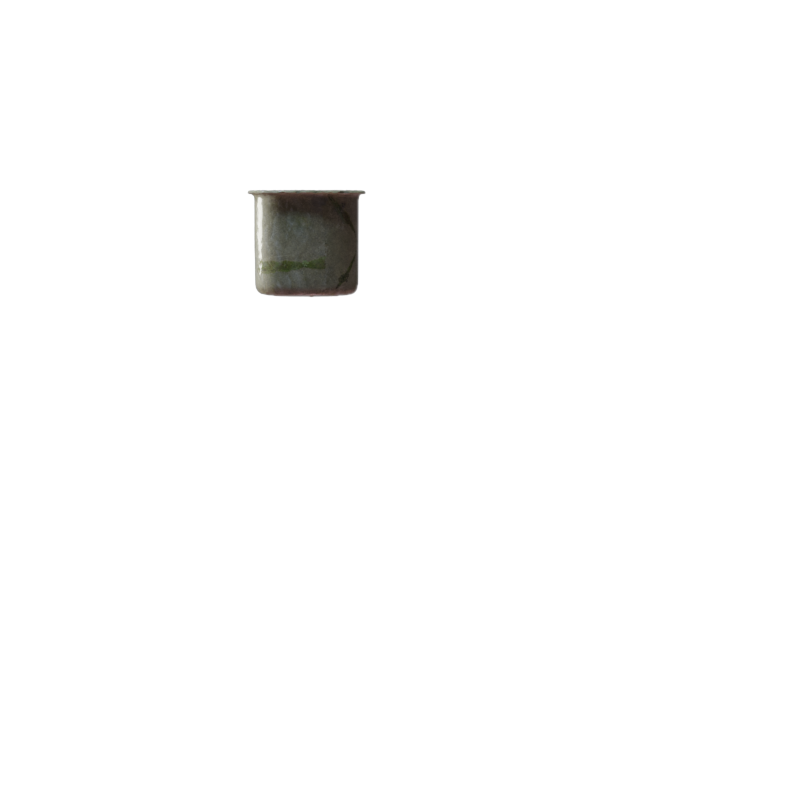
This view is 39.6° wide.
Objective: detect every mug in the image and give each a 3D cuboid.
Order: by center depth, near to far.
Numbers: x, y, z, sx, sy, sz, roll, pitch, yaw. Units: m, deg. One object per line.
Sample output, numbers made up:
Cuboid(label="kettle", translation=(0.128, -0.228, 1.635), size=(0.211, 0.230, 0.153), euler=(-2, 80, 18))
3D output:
Cuboid(label="mug", translation=(-0.069, -0.126, 0.885), size=(0.096, 0.081, 0.115), euler=(3, 8, 23))
